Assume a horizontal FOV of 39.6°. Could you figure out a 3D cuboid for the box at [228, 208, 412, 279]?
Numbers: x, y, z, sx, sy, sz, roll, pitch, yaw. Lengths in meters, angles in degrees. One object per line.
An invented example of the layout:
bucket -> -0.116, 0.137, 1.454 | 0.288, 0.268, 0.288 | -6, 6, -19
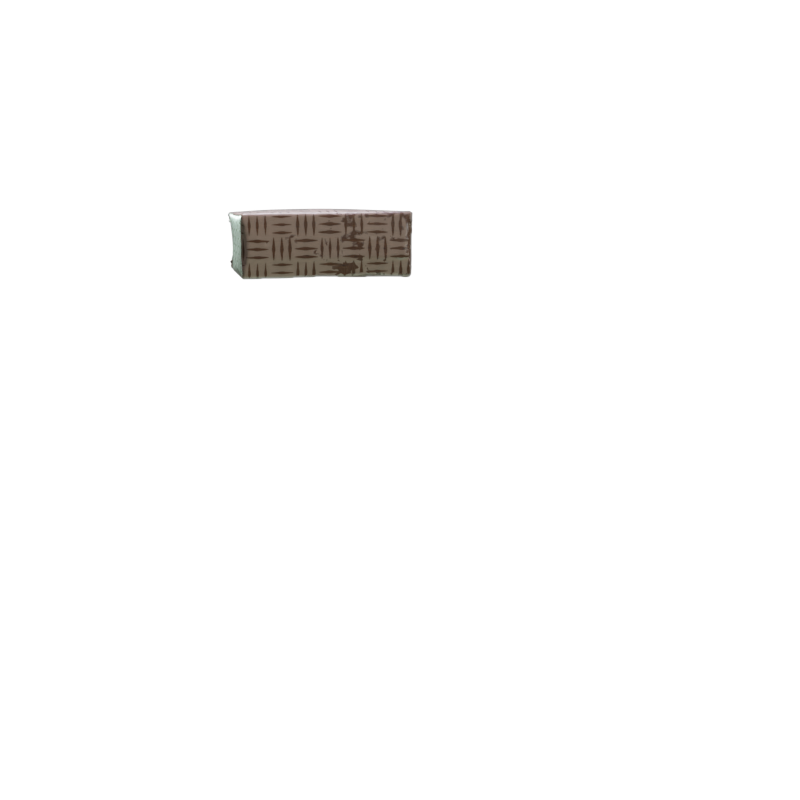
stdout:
box -> -0.048, -0.088, 0.618 | 0.089, 0.039, 0.116 | -1, 7, -11
